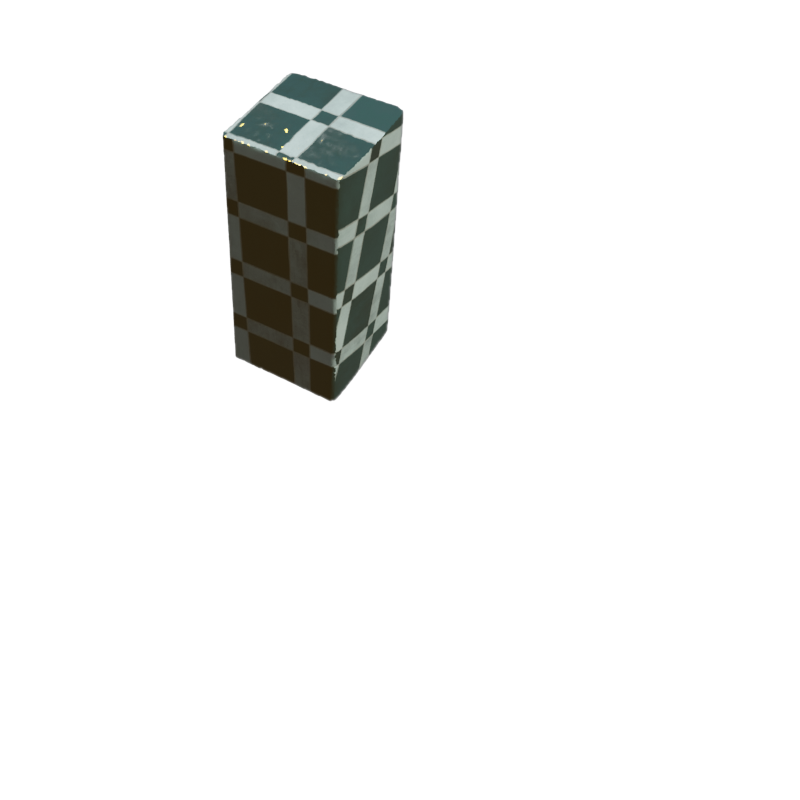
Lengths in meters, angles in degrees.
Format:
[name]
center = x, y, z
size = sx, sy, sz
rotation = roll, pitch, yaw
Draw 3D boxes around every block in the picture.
[block]
center = -0.061, -0.112, 0.782
size = 0.094, 0.192, 0.093
rotation = 23, 48, 18
